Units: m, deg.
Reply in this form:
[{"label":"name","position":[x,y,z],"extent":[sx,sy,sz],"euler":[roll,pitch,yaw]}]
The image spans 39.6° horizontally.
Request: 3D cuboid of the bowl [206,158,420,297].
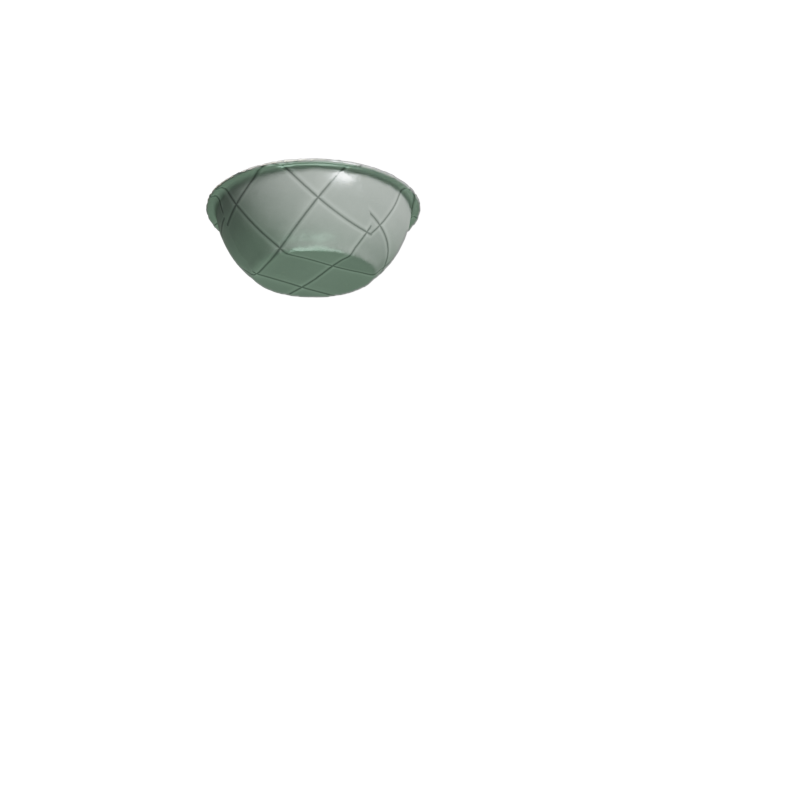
[{"label":"bowl","position":[-0.065,-0.118,0.828],"extent":[0.162,0.058,0.155],"euler":[0,-18,-2]}]
